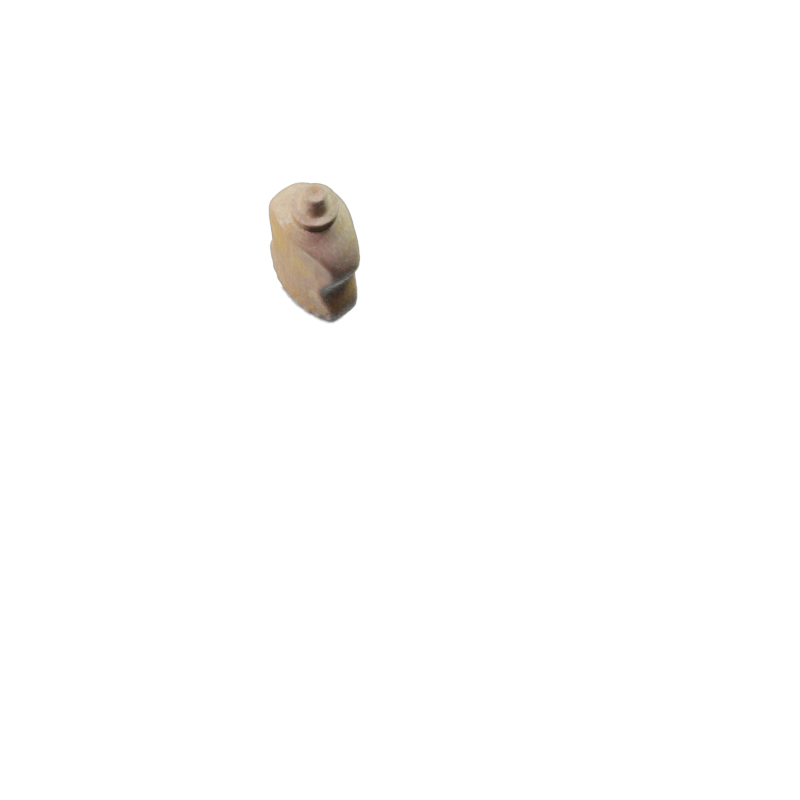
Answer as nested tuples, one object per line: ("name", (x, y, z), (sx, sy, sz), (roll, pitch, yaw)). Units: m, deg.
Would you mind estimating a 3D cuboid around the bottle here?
("bottle", (-0.077, -0.141, 0.982), (0.059, 0.100, 0.183), (-36, -12, -14))
